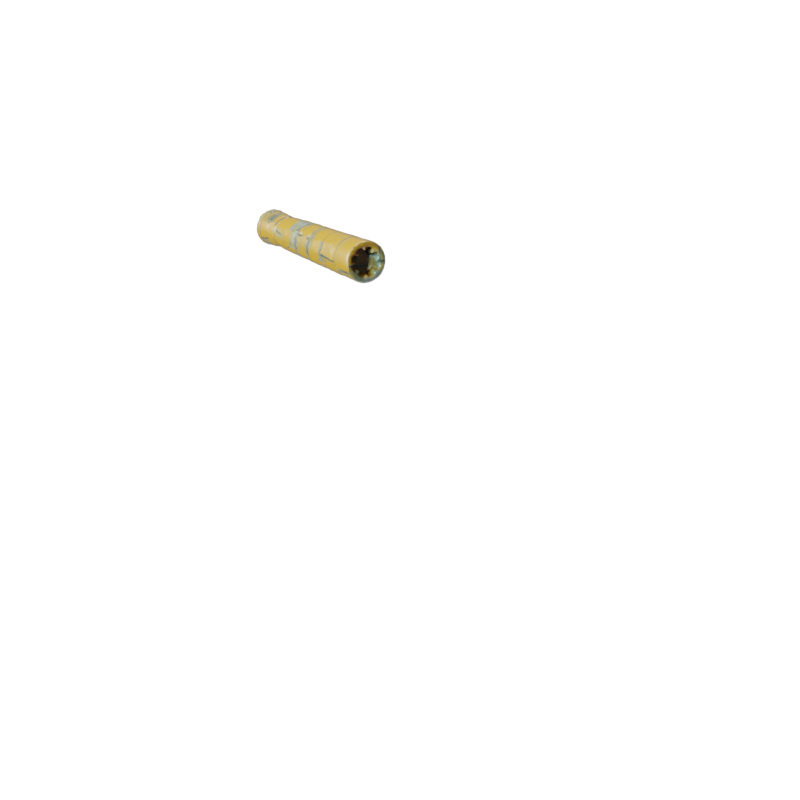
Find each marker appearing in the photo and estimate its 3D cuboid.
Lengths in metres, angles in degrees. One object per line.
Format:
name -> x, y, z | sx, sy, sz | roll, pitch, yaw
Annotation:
marker -> -0.042, -0.076, 0.533 | 0.019, 0.019, 0.128 | -2, 16, -26
